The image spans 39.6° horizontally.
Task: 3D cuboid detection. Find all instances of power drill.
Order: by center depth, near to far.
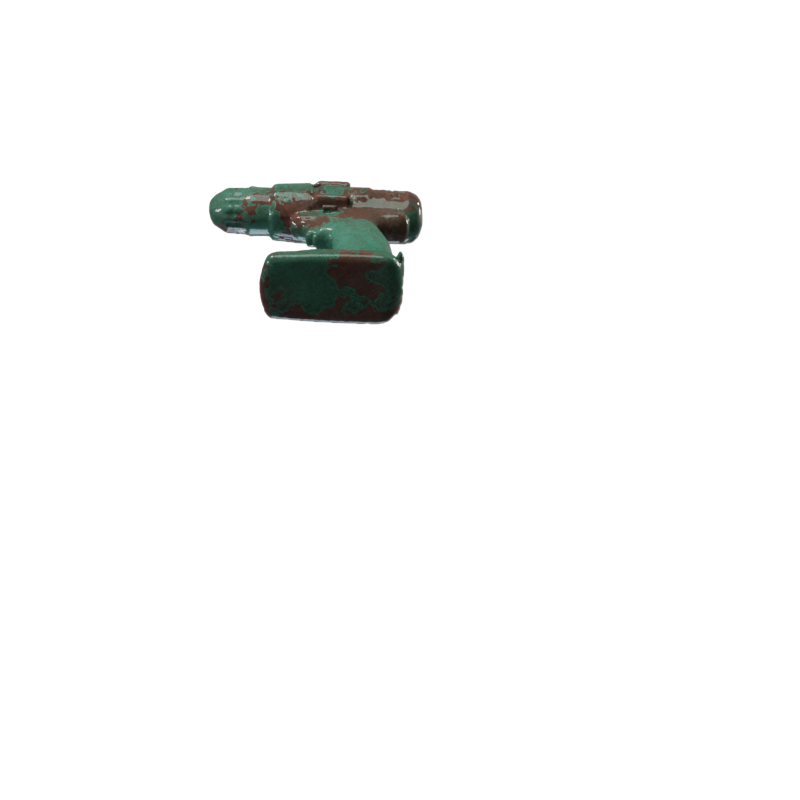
[{"bbox_3d":[-0.070,-0.128,0.895,0.184,0.054,0.198,0,29,-1],"label":"power drill"}]
